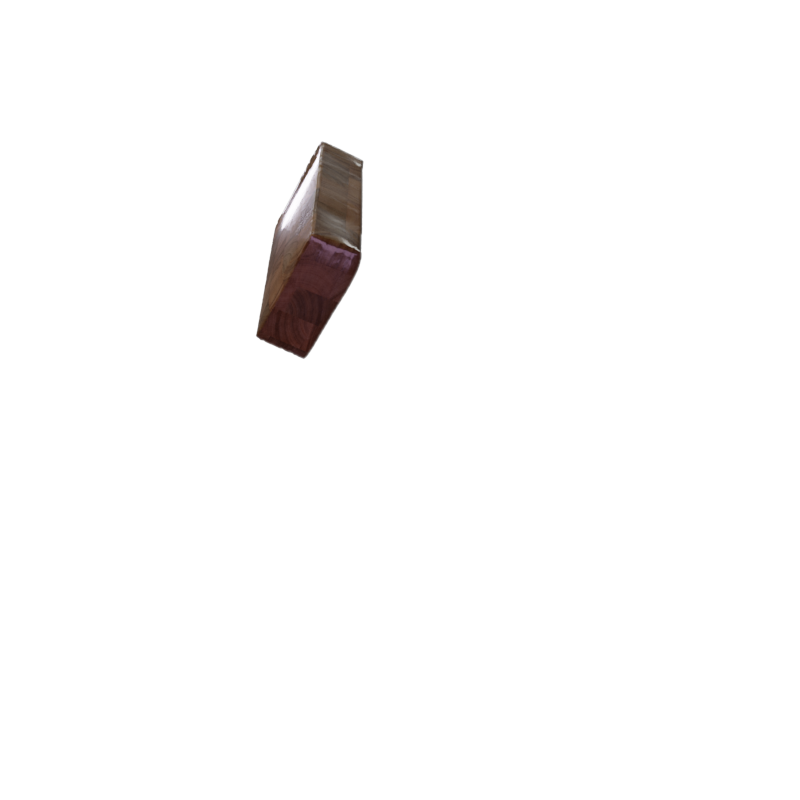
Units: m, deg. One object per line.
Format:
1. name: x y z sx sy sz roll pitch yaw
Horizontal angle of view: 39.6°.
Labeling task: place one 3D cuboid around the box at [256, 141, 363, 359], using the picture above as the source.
1. box: -0.066 -0.119 0.833 0.046 0.090 0.188 23 28 -18
